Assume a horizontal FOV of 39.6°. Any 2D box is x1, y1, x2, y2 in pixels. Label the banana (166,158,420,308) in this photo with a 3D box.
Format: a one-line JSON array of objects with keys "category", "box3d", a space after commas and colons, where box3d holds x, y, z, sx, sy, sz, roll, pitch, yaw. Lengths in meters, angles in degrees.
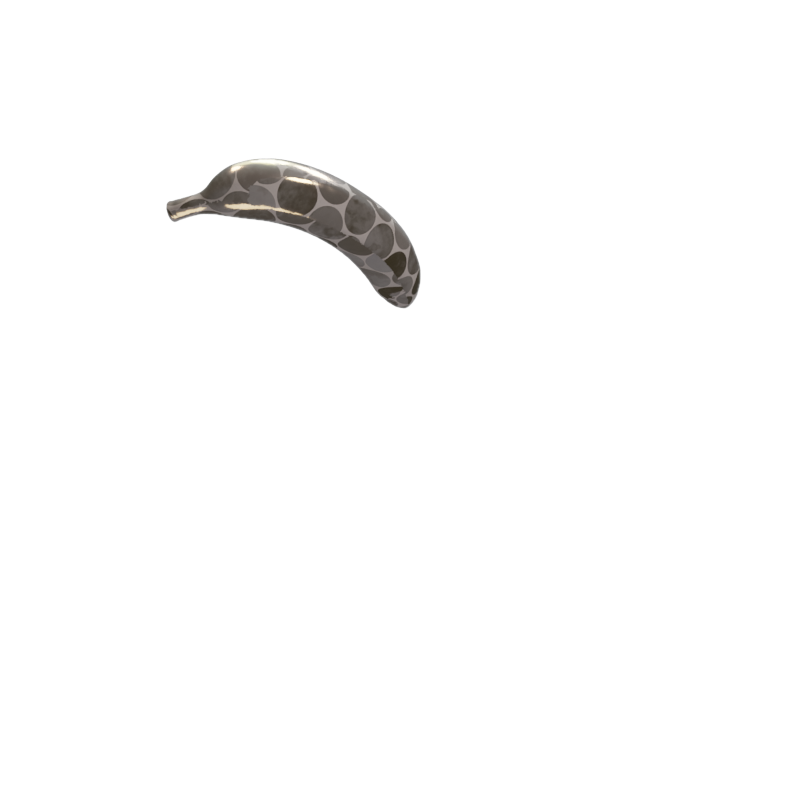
[{"category": "banana", "box3d": [-0.044, -0.105, 0.676, 0.186, 0.039, 0.070, 20, -32, -38]}]
